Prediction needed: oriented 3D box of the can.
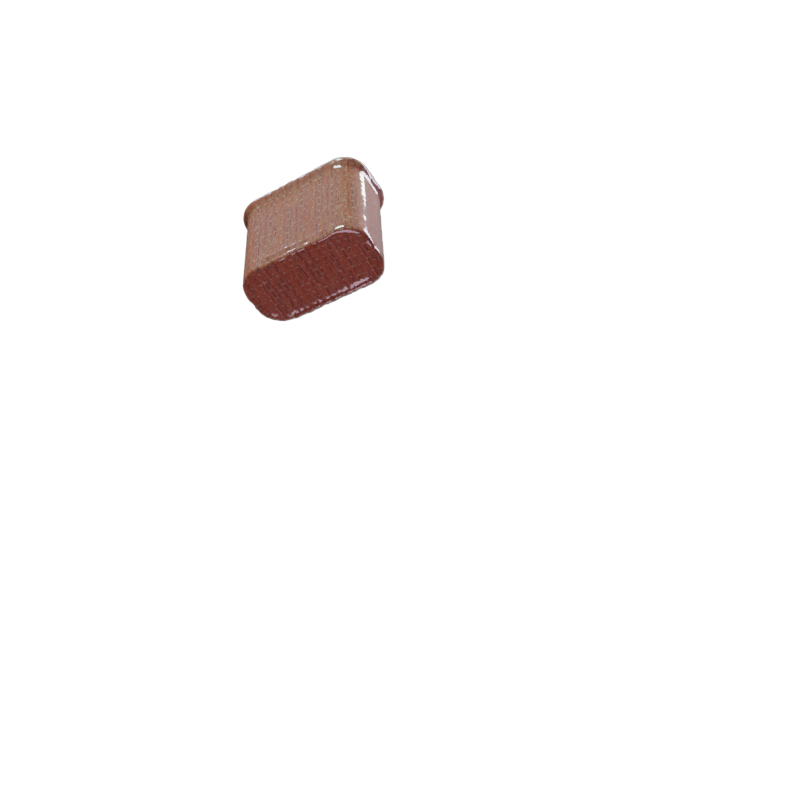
[{"bbox_3d":[-0.061,-0.110,0.774,0.102,0.090,0.053,-24,-52,18],"label":"can"}]
